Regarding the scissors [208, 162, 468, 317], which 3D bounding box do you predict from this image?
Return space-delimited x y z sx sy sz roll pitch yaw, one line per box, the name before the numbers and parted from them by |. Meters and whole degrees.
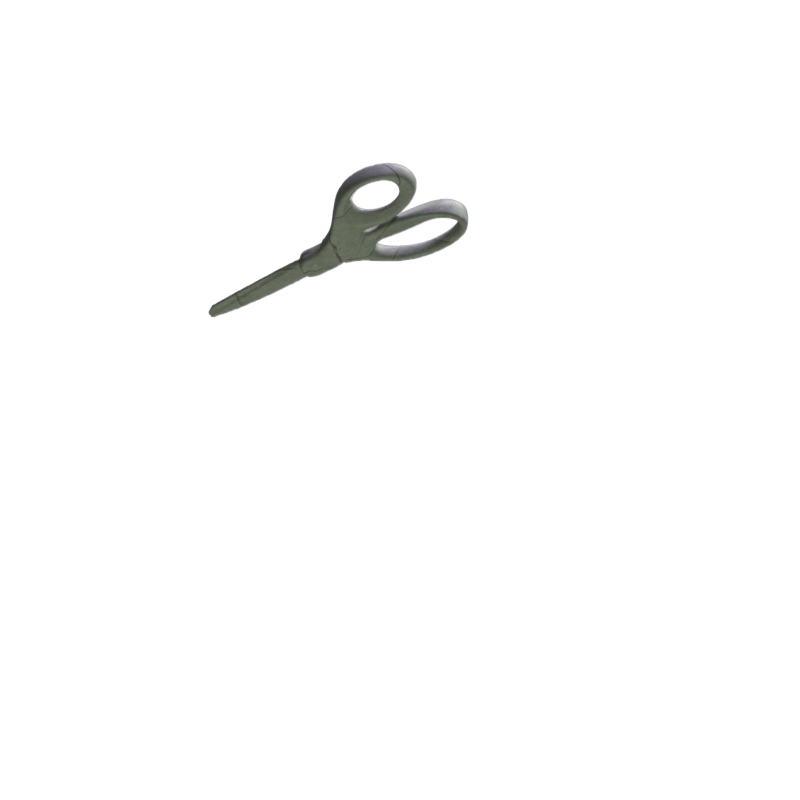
scissors | -0.057 -0.104 0.728 0.204 0.017 0.089 -13 -37 18
